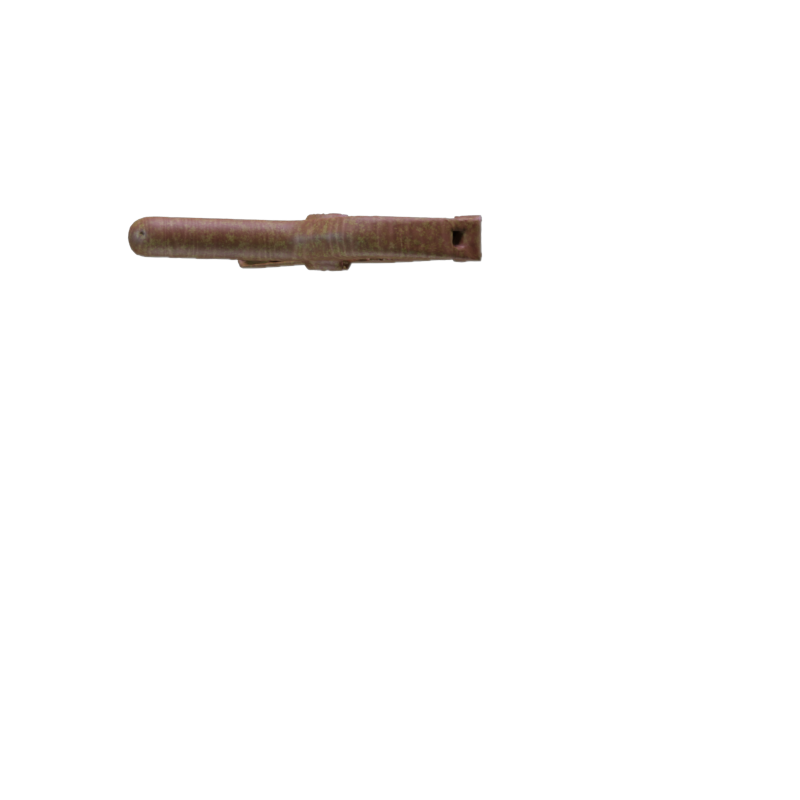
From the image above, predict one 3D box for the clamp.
[{"bbox_3d":[-0.055,-0.101,0.704,0.217,0.036,0.159,2,5,27],"label":"clamp"}]
